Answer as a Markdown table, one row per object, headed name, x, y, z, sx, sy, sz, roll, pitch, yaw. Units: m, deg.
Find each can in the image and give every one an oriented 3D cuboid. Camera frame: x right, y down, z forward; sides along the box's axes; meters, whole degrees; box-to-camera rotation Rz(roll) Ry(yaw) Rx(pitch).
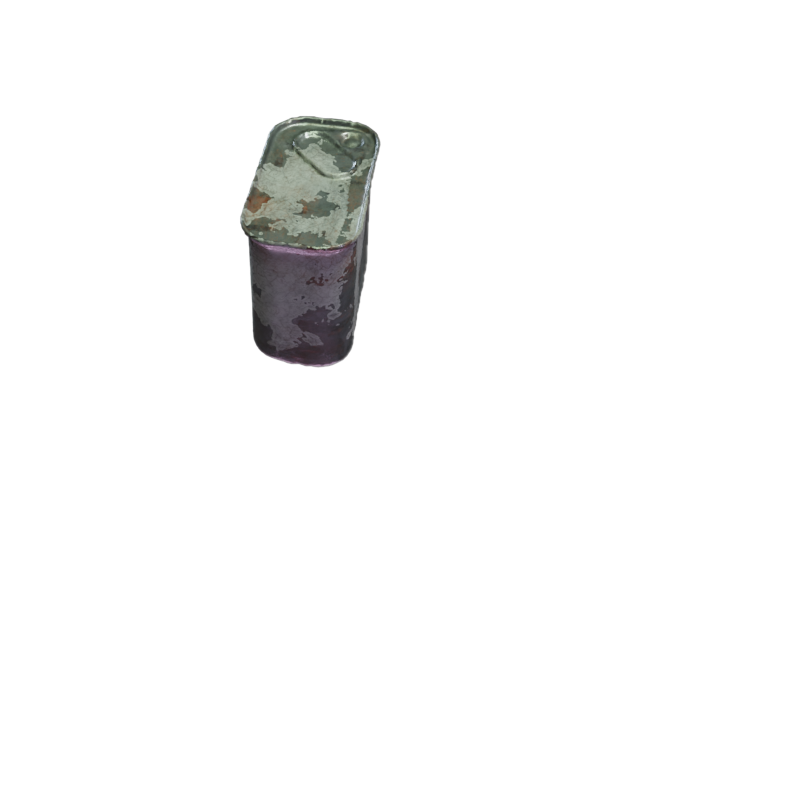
| name | x | y | z | sx | sy | sz | roll | pitch | yaw |
| --- | --- | --- | --- | --- | --- | --- | --- | --- | --- |
| can | -0.044 | -0.080 | 0.562 | 0.058 | 0.108 | 0.078 | 6 | -45 | 3 |
